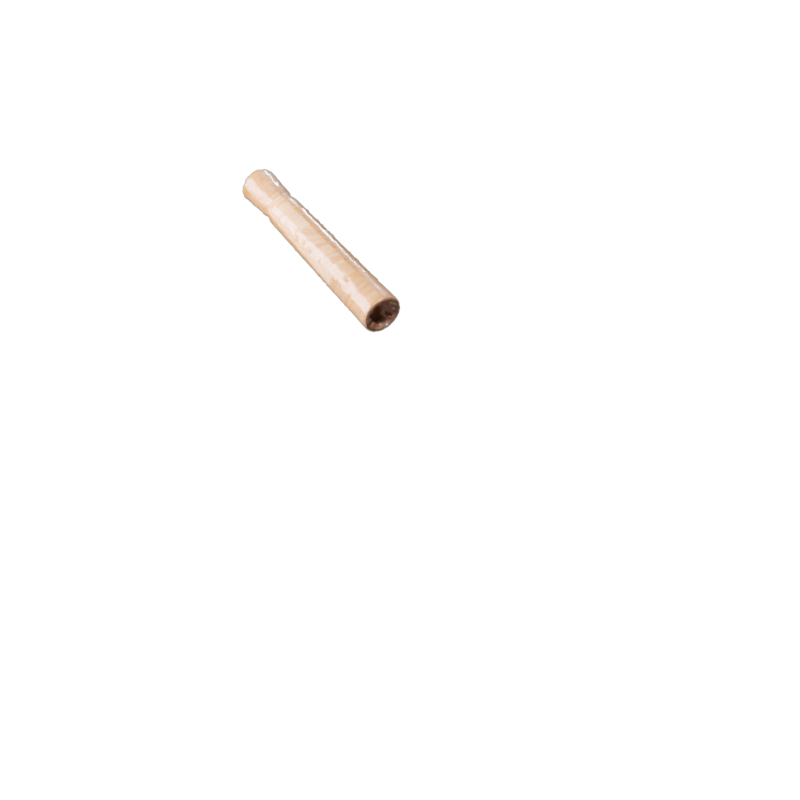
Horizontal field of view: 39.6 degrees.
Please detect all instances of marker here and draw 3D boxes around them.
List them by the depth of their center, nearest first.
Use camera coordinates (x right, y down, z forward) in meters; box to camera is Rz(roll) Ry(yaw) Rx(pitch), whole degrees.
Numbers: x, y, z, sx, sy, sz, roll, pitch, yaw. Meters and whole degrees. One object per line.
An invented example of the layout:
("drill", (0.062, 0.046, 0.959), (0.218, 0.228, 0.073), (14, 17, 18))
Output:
("marker", (-0.041, -0.075, 0.522), (0.019, 0.019, 0.131), (-2, 37, -37))
